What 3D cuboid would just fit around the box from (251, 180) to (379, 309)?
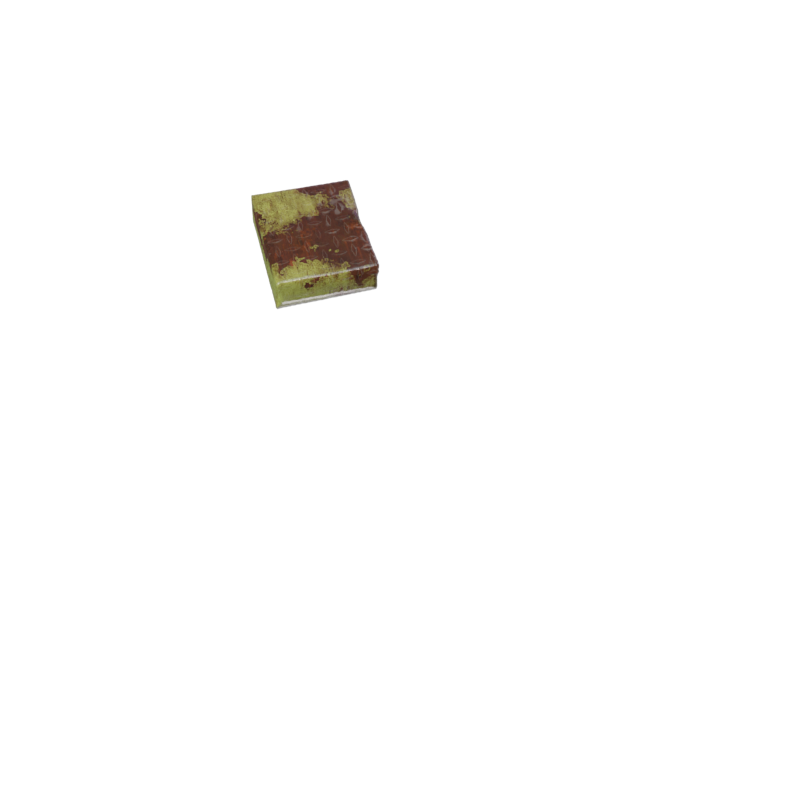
[{"bbox_3d":[-0.061,-0.112,0.784,0.072,0.096,0.028,-11,-38,-9],"label":"box"}]
